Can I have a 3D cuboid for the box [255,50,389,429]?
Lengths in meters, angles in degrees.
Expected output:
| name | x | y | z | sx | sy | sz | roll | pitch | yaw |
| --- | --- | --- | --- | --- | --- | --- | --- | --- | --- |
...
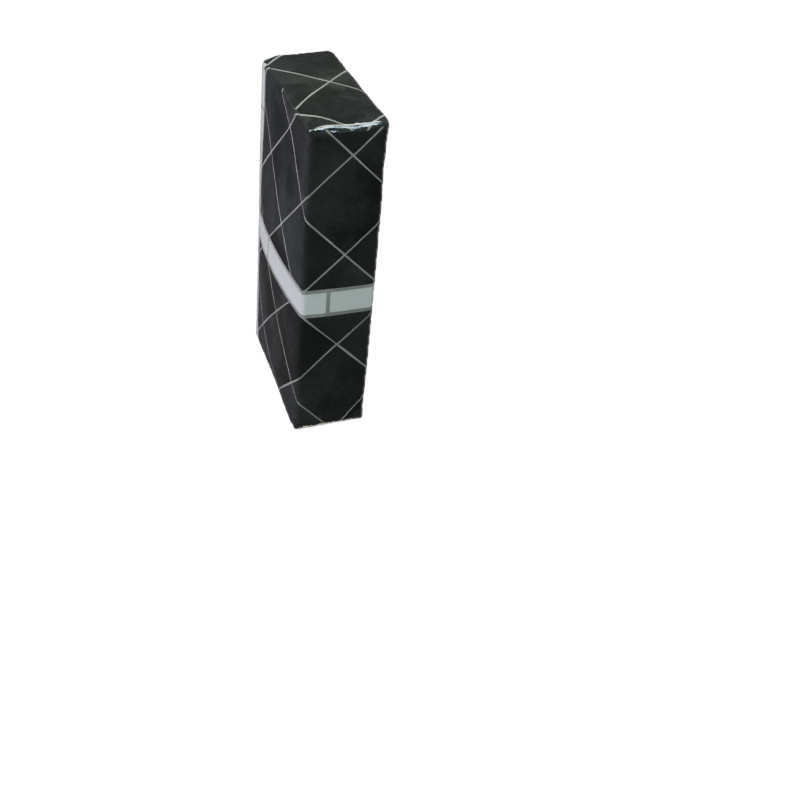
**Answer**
| name | x | y | z | sx | sy | sz | roll | pitch | yaw |
| --- | --- | --- | --- | --- | --- | --- | --- | --- | --- |
| box | -0.046 | -0.083 | 0.578 | 0.047 | 0.165 | 0.101 | -9 | 36 | -17 |
